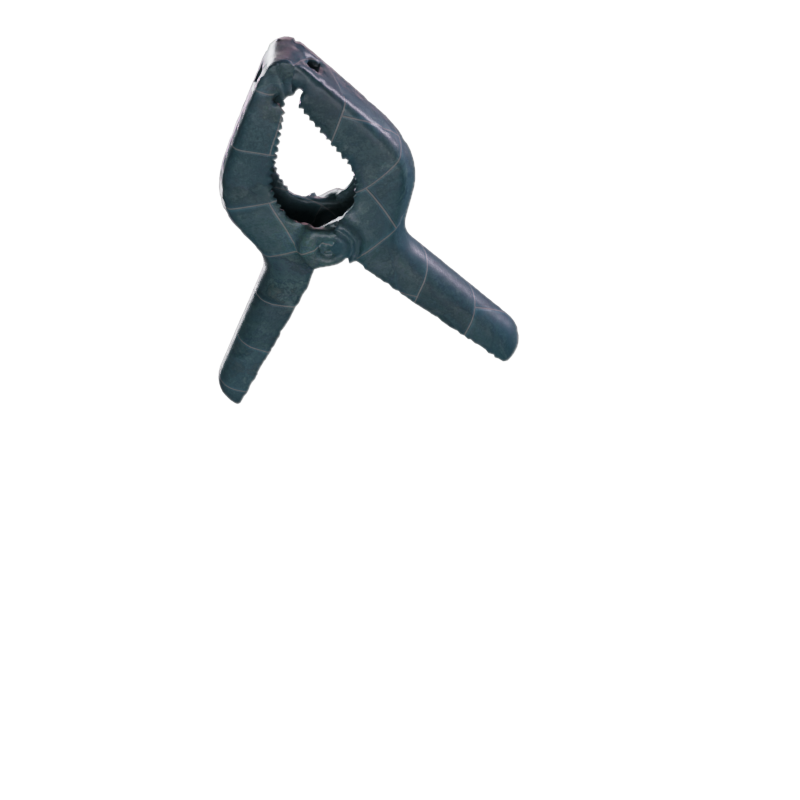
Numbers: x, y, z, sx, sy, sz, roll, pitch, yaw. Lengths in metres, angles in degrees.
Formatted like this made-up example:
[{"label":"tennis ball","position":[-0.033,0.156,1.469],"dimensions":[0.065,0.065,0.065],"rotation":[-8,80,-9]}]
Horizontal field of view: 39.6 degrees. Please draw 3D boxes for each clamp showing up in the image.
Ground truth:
[{"label":"clamp","position":[-0.044,-0.080,0.558],"dimensions":[0.166,0.194,0.039],"rotation":[-15,37,12]}]
